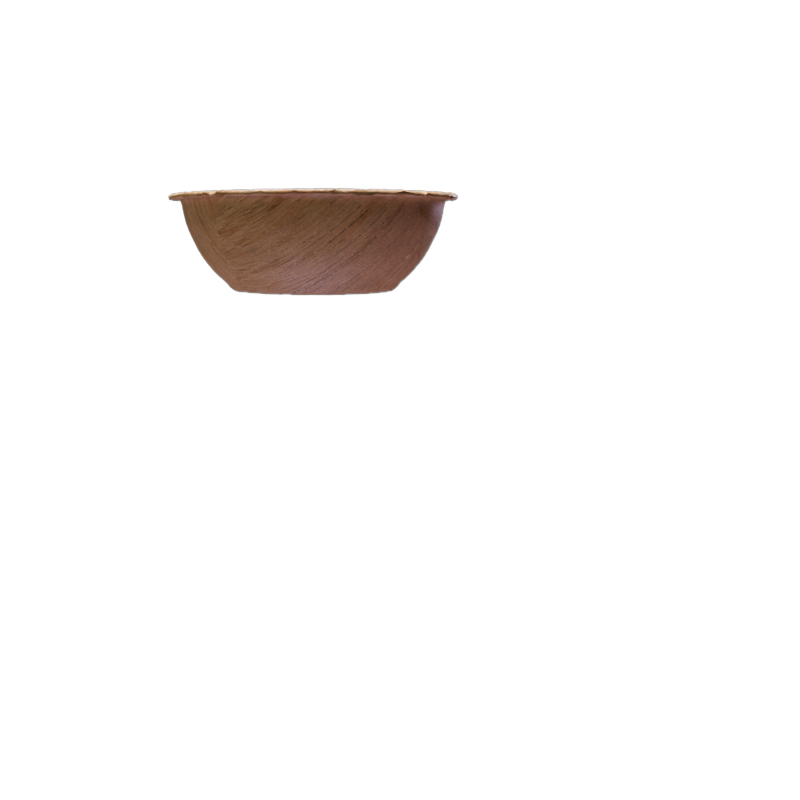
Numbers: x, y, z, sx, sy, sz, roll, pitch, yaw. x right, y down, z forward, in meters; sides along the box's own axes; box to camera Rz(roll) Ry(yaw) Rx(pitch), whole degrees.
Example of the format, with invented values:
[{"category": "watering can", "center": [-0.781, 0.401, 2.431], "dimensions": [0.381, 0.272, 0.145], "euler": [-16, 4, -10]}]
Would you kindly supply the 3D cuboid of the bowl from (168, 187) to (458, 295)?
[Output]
[{"category": "bowl", "center": [-0.049, -0.089, 0.623], "dimensions": [0.162, 0.054, 0.164], "euler": [0, 8, -2]}]
